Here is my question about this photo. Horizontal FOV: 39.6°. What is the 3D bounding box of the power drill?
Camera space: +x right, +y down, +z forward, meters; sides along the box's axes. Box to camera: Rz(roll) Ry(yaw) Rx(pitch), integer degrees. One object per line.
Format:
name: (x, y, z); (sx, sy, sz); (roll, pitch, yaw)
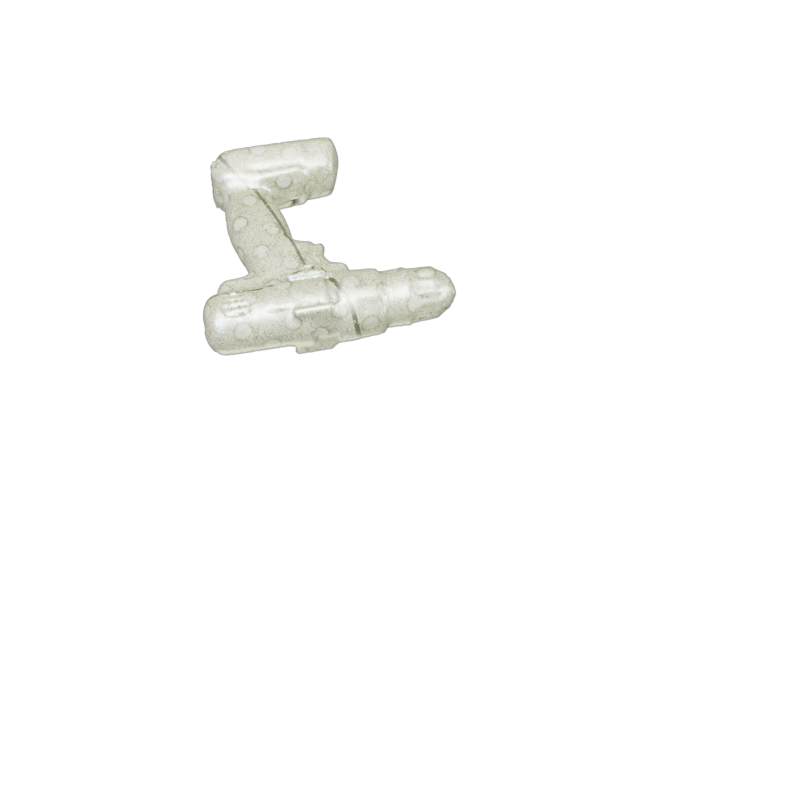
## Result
power drill: (-0.067, -0.121, 0.850); (0.183, 0.203, 0.053); (-9, -41, -8)
